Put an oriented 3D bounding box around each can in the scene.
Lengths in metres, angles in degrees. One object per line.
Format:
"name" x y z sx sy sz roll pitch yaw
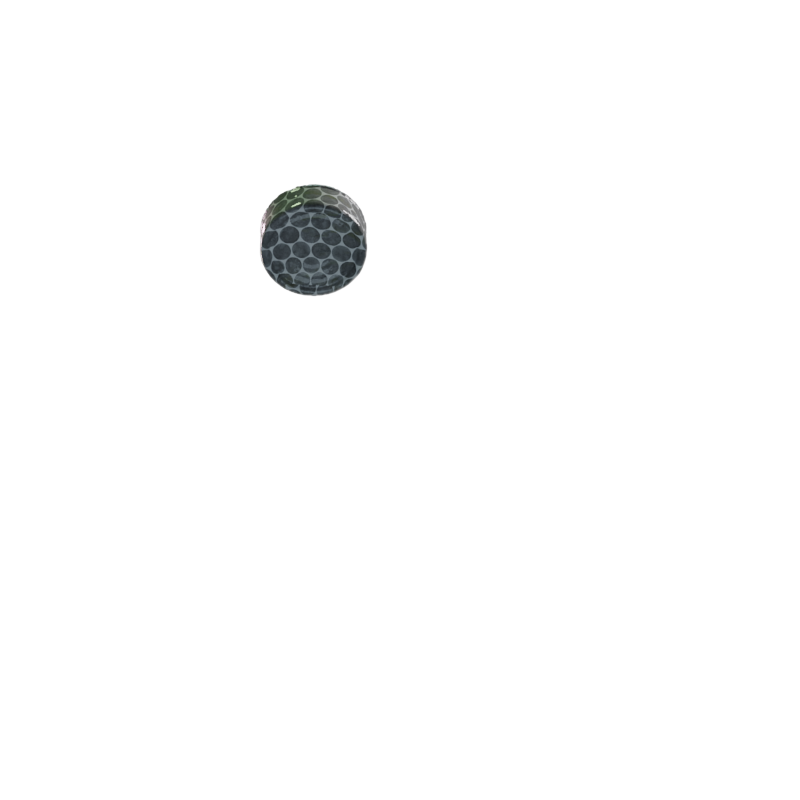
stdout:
"can" -0.069 -0.126 0.879 0.086 0.081 0.036 1 33 -1
